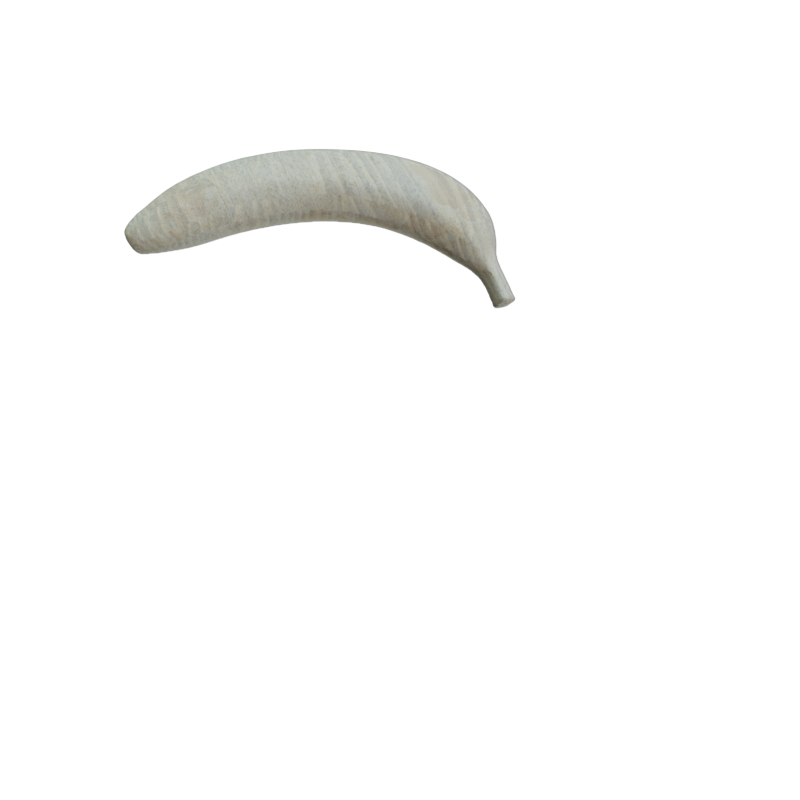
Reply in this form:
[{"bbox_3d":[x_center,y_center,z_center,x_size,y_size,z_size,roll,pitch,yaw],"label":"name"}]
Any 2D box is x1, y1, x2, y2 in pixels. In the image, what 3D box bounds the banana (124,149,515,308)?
[{"bbox_3d":[-0.037,-0.096,0.559,0.199,0.073,0.035,8,-25,4],"label":"banana"}]
